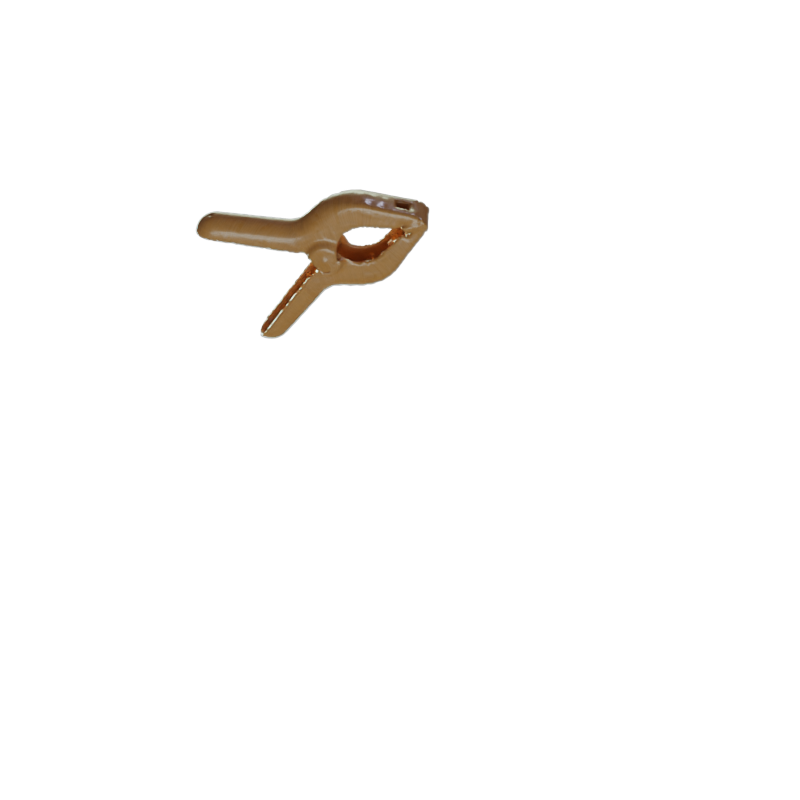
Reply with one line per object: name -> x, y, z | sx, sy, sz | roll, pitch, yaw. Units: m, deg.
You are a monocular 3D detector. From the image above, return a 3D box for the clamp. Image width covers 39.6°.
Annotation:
clamp -> -0.065, -0.119, 0.831 | 0.172, 0.042, 0.112 | -26, -53, 21
